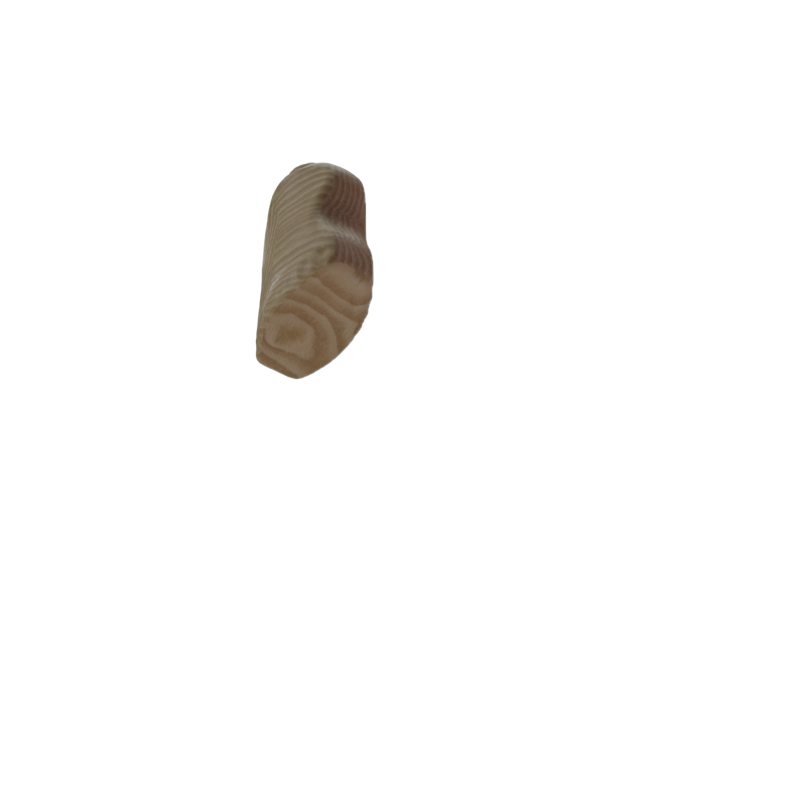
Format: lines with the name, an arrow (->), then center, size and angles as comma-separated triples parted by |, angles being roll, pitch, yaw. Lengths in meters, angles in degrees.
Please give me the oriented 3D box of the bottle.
bottle -> -0.060, -0.109, 0.761 | 0.056, 0.093, 0.205 | 24, 33, -21
